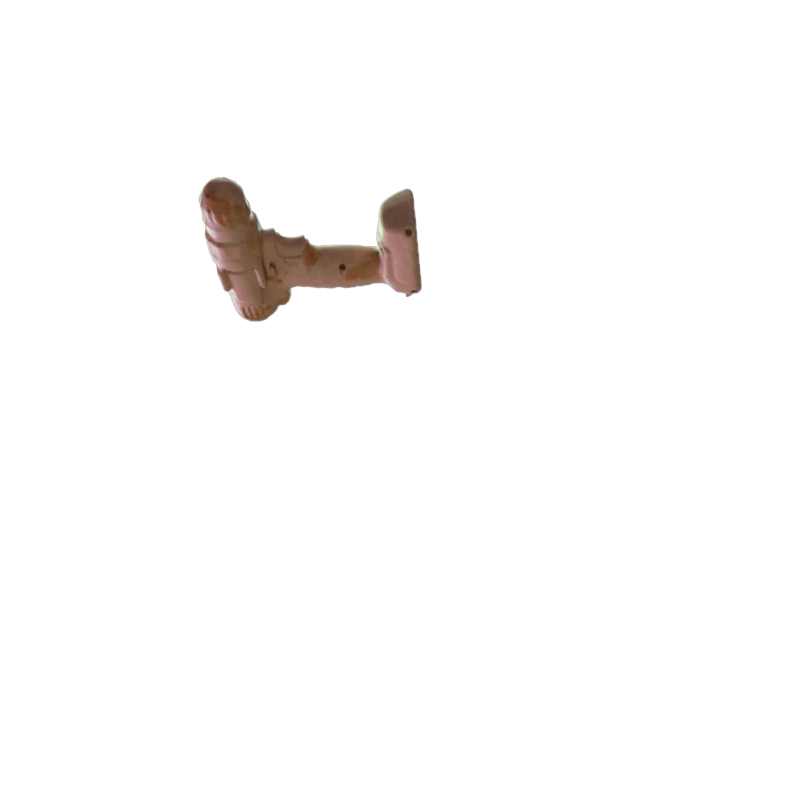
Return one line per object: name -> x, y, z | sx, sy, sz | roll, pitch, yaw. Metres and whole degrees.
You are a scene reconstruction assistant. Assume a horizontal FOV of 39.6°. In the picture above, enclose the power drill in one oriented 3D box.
power drill -> -0.078, -0.142, 0.993 | 0.189, 0.061, 0.171 | -4, -31, 6
